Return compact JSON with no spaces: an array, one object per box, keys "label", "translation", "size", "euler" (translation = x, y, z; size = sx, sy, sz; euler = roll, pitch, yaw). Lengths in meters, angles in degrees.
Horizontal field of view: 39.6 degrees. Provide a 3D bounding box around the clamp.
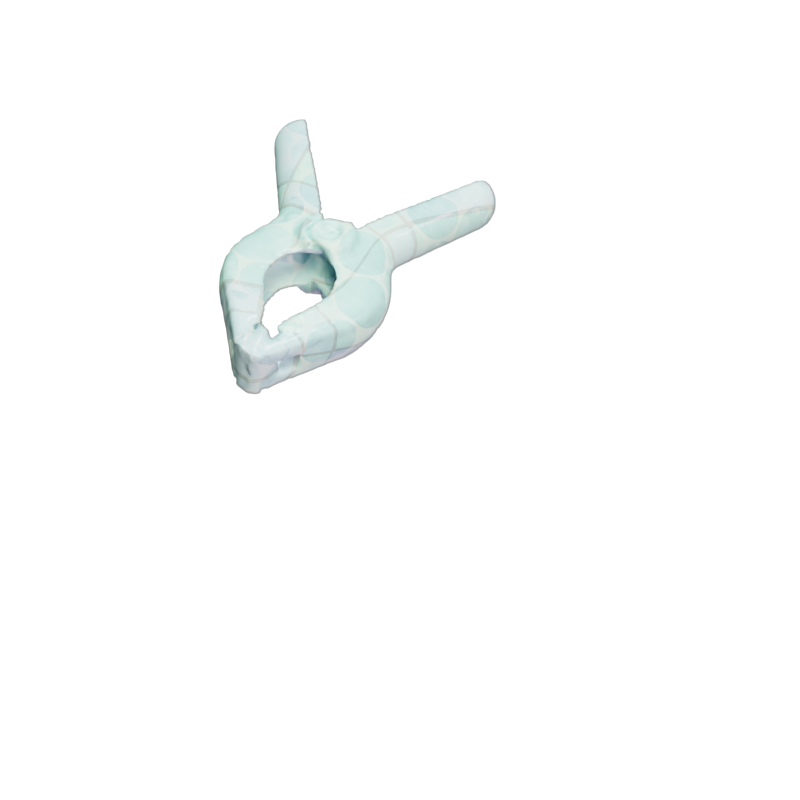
[{"label":"clamp","translation":[-0.042,-0.076,0.535],"size":[0.126,0.037,0.175],"euler":[23,47,22]}]
